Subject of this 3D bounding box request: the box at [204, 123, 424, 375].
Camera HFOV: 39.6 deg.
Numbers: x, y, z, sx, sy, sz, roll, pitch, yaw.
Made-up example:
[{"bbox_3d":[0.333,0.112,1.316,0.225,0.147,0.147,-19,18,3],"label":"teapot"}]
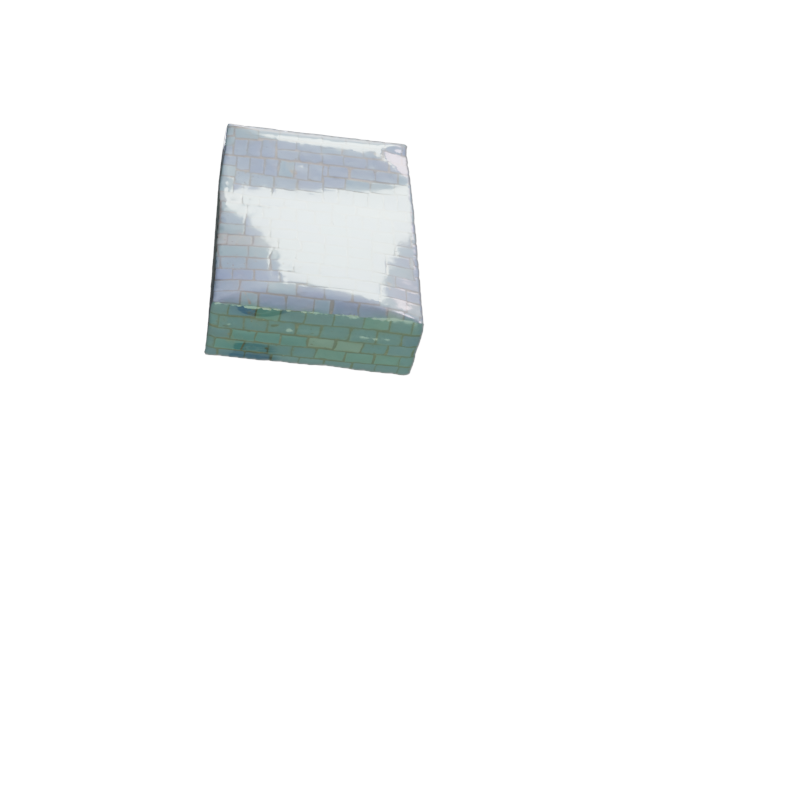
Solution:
[{"bbox_3d":[-0.071,-0.130,0.911,0.162,0.230,0.068,5,-42,-8],"label":"box"}]
